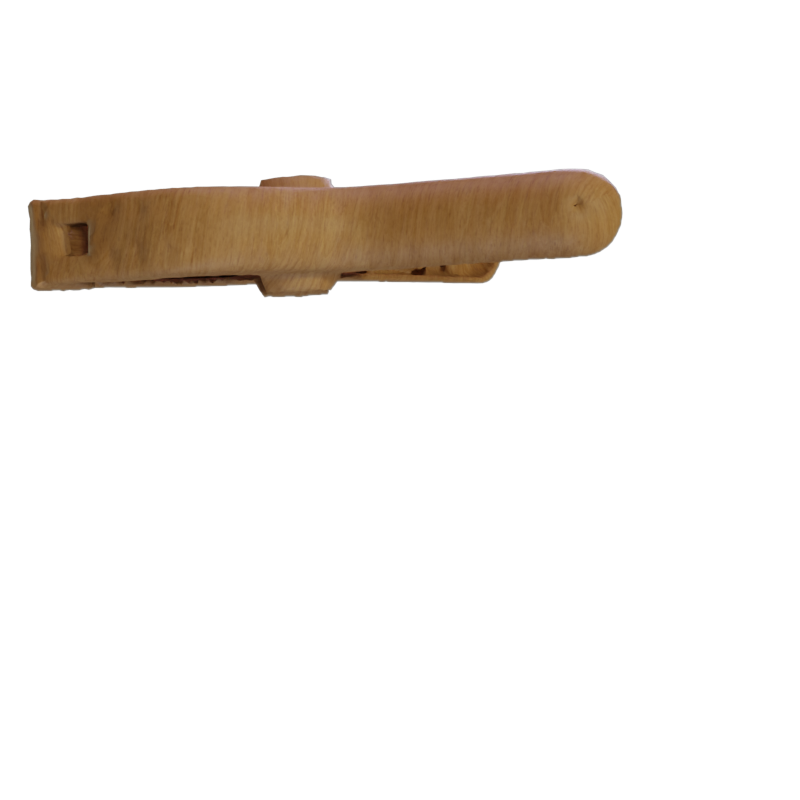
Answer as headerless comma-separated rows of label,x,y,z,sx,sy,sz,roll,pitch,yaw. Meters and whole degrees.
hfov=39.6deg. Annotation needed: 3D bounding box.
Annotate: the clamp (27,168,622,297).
clamp,-0.028,-0.051,0.357,0.171,0.040,0.118,0,-5,-1
